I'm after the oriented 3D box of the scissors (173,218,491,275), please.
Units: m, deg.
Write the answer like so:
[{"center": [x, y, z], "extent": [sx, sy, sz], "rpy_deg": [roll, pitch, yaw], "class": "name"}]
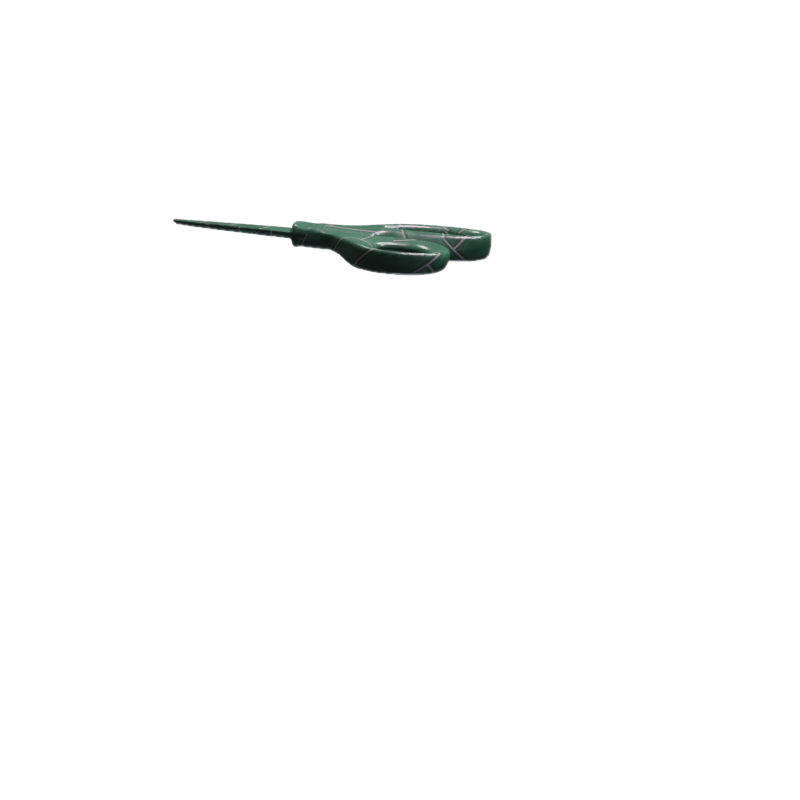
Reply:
[{"center": [-0.050, -0.091, 0.640], "extent": [0.205, 0.015, 0.098], "rpy_deg": [4, 19, 11], "class": "scissors"}]
